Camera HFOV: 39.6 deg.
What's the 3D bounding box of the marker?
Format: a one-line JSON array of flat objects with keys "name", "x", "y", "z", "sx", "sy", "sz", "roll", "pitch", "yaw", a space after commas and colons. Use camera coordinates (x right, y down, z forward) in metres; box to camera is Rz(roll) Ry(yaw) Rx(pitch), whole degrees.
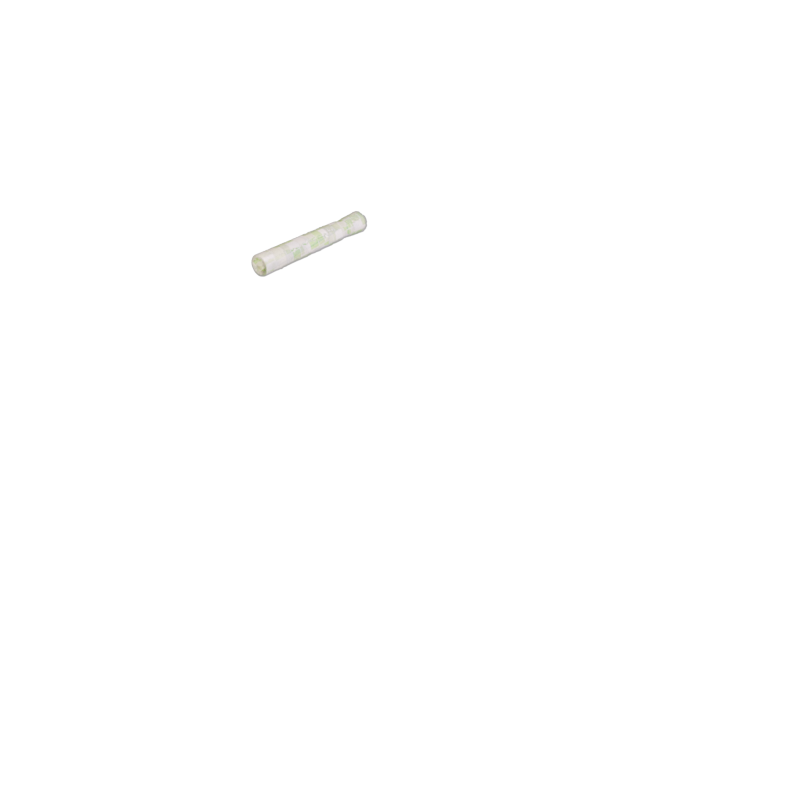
[{"name": "marker", "x": -0.071, "y": -0.129, "z": 0.907, "sx": 0.021, "sy": 0.019, "sz": 0.121, "roll": 4, "pitch": 26, "yaw": 45}]
